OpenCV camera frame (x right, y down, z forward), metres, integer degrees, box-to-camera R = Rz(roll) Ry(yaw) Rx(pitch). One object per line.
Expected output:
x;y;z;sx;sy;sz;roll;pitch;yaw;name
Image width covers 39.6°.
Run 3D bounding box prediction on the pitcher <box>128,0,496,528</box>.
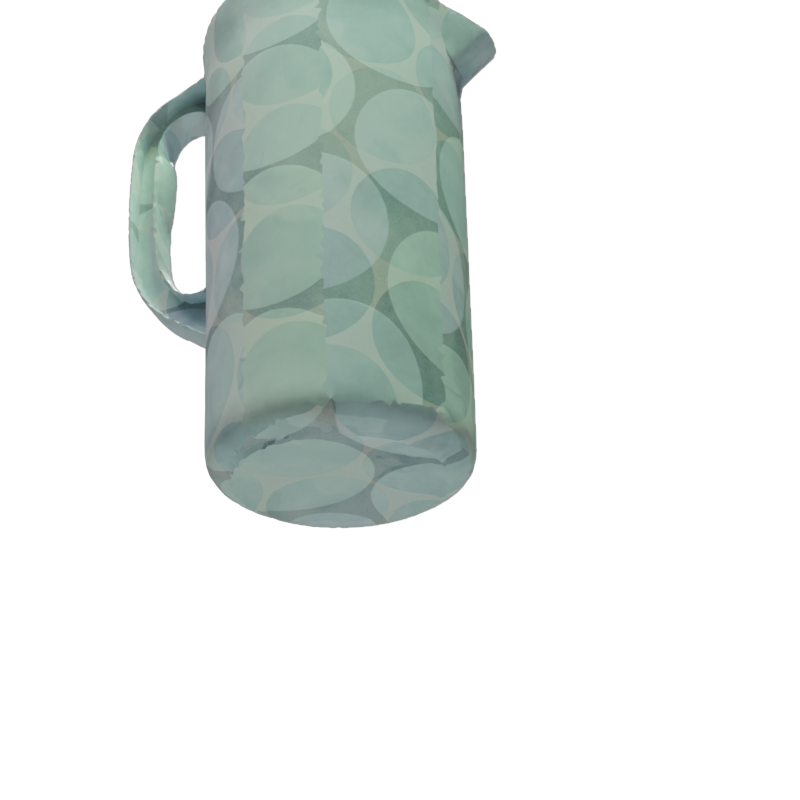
-0.040;-0.073;0.508;0.139;0.260;0.145;15;-37;-25;pitcher
